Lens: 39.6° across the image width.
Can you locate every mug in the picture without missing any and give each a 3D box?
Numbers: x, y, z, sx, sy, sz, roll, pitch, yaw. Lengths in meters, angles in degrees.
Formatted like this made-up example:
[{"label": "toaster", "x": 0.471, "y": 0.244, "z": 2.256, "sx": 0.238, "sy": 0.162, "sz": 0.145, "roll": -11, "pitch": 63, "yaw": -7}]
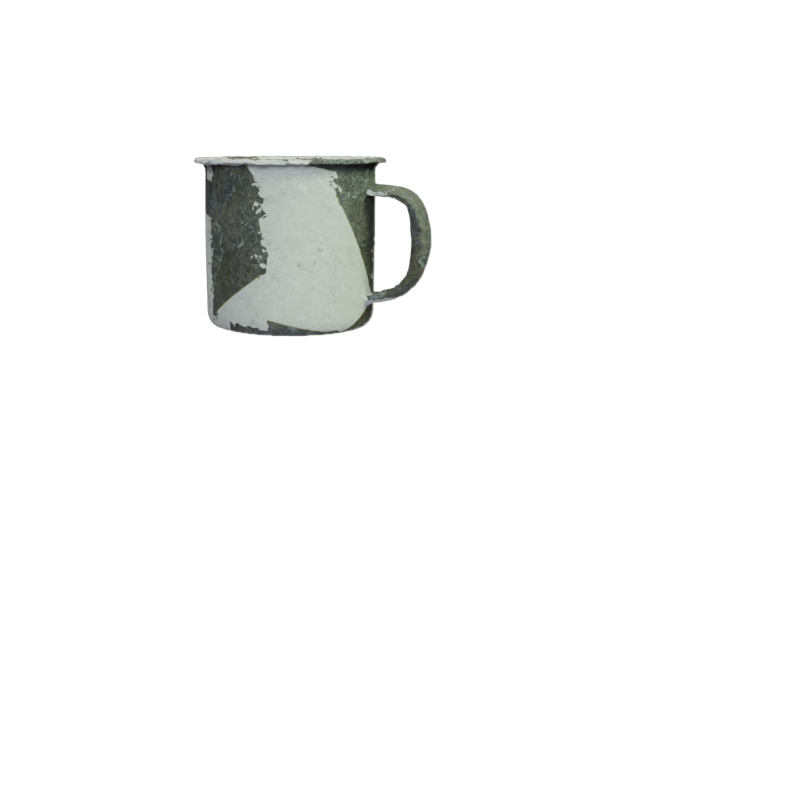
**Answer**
[{"label": "mug", "x": -0.042, "y": -0.076, "z": 0.535, "sx": 0.120, "sy": 0.080, "sz": 0.093, "roll": 4, "pitch": 10, "yaw": 18}]
